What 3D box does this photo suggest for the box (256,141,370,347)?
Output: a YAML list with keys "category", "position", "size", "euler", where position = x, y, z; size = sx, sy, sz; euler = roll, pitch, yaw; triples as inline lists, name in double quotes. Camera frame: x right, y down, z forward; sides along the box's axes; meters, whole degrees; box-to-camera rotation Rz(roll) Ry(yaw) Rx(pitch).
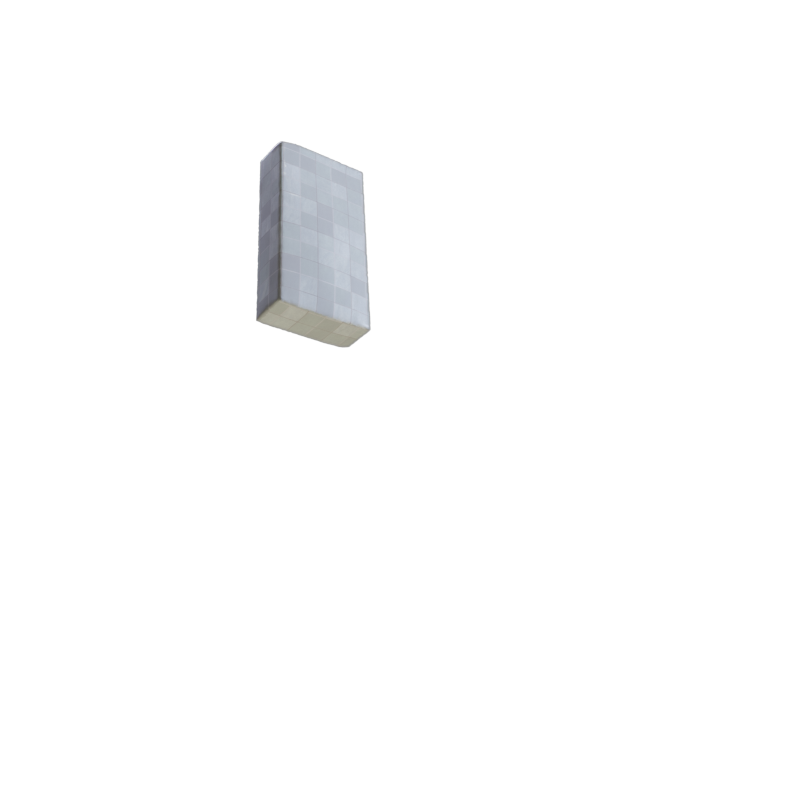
- category: "box"
  position: [-0.076, -0.139, 0.972]
  size: [0.089, 0.188, 0.047]
  euler: [17, -37, -29]
